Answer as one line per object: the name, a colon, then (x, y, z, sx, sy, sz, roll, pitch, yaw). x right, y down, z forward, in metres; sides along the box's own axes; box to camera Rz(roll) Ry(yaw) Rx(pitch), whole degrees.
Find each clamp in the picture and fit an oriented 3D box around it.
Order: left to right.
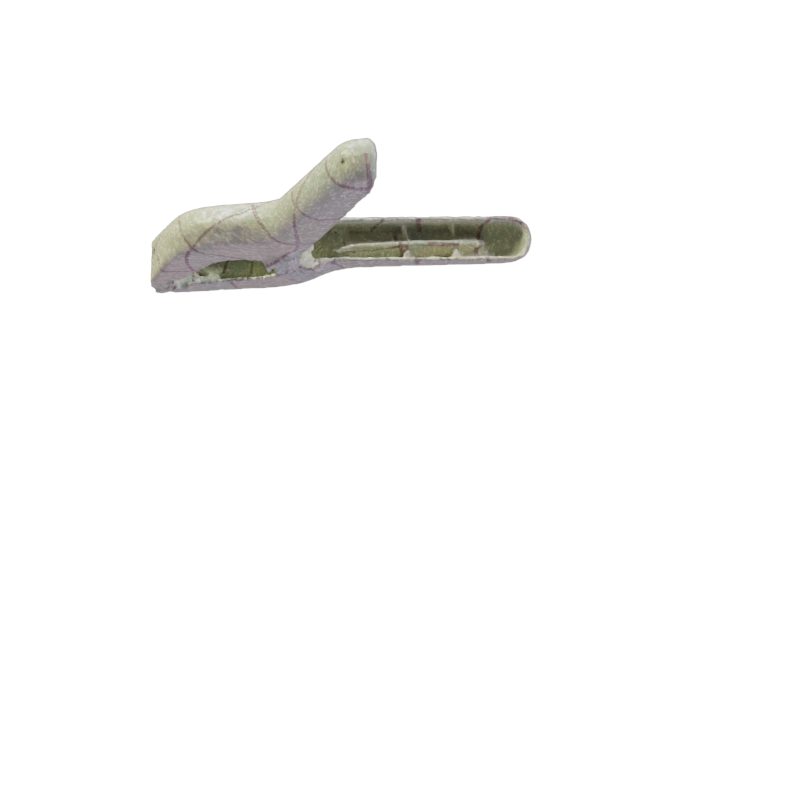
clamp: (-0.046, -0.085, 0.594, 0.215, 0.038, 0.155, -8, -13, 40)
